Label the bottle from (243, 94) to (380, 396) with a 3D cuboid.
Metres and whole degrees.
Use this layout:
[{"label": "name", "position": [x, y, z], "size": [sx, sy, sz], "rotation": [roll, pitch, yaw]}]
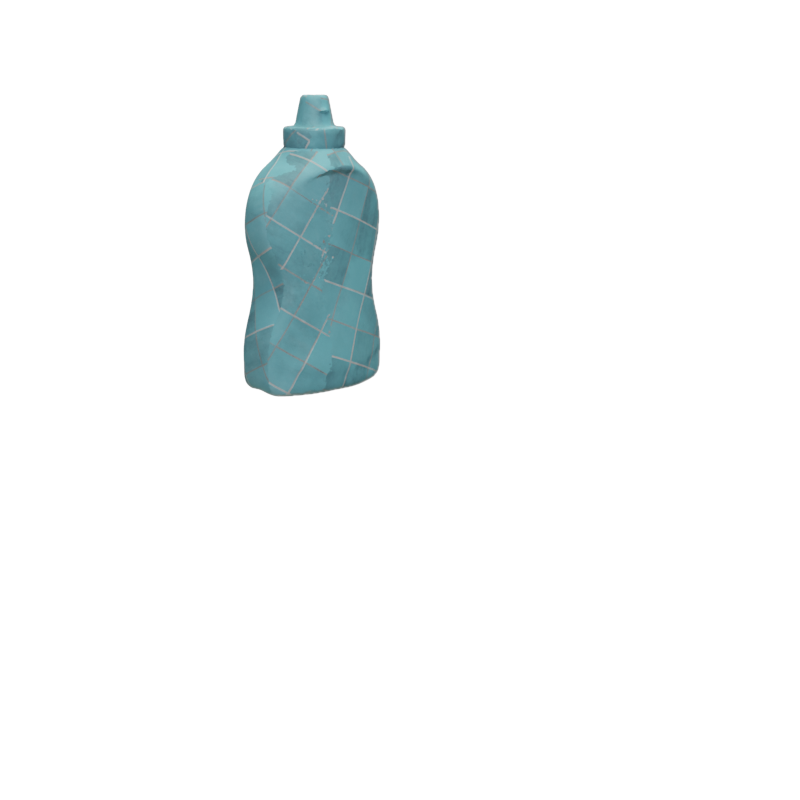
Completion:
[{"label": "bottle", "position": [-0.057, -0.104, 0.730], "size": [0.093, 0.188, 0.061], "rotation": [-7, 11, -37]}]
